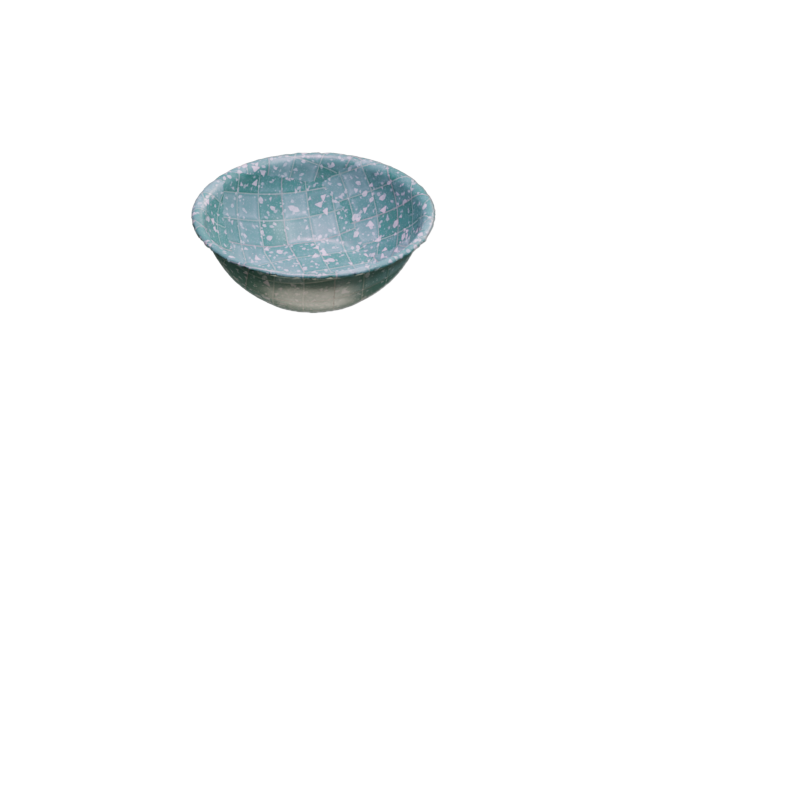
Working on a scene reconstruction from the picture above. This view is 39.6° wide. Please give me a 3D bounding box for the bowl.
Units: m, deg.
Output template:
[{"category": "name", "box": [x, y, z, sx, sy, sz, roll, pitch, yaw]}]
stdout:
[{"category": "bowl", "box": [-0.059, -0.107, 0.750, 0.162, 0.051, 0.173, -1, 37, -2]}]
